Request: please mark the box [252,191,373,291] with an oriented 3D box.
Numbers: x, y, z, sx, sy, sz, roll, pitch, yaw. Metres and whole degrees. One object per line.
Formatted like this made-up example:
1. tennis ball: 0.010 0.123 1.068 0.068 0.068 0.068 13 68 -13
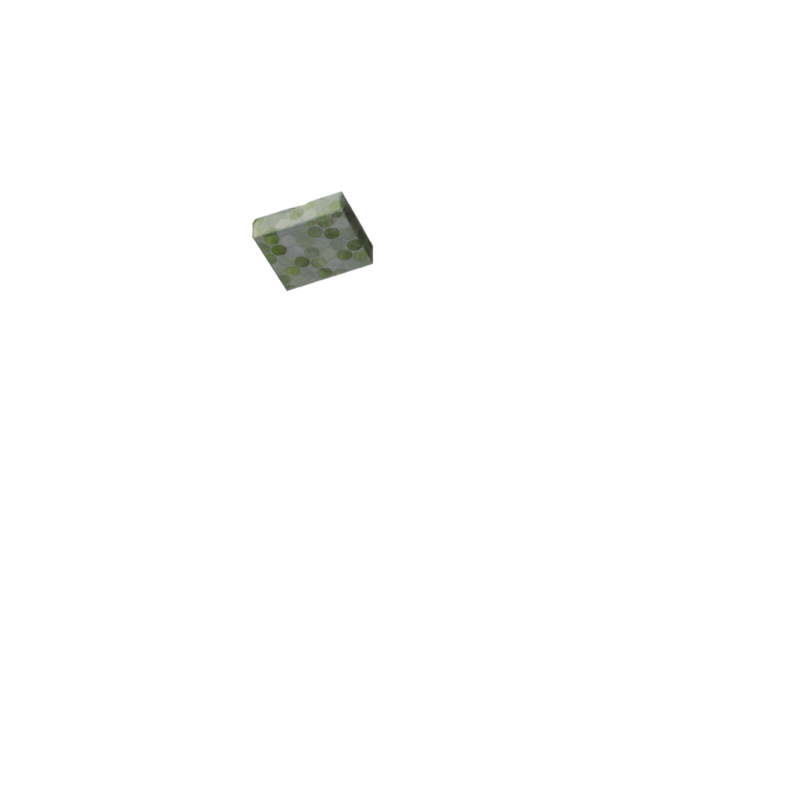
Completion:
1. box: -0.078 -0.142 0.994 0.090 0.032 0.067 -15 -43 16
